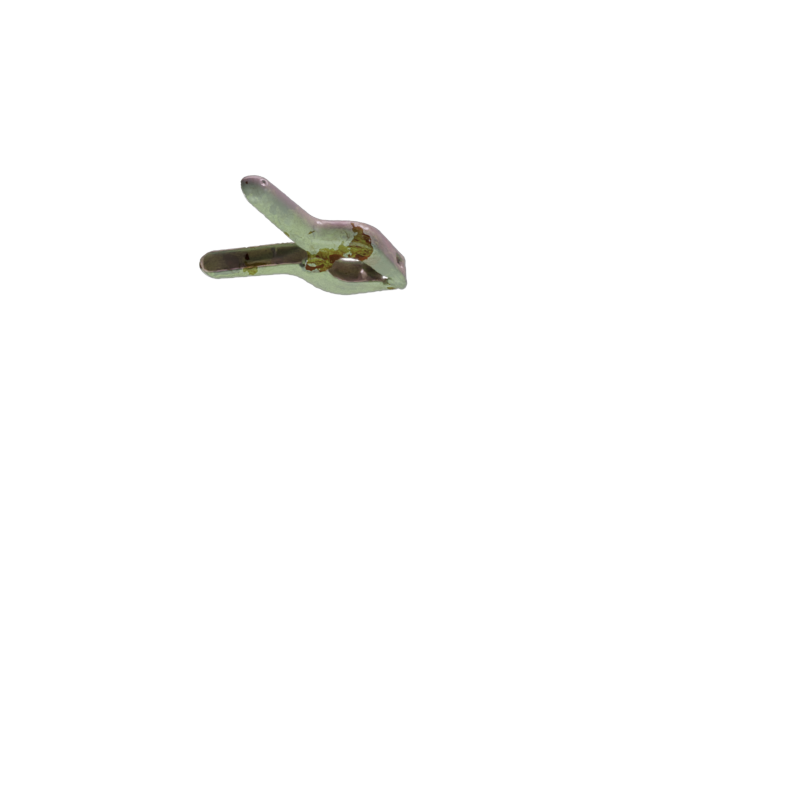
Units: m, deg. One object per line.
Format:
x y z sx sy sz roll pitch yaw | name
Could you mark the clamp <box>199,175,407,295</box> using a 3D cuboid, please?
-0.070 -0.128 0.899 0.168 0.042 0.115 6 -28 -13 | clamp
